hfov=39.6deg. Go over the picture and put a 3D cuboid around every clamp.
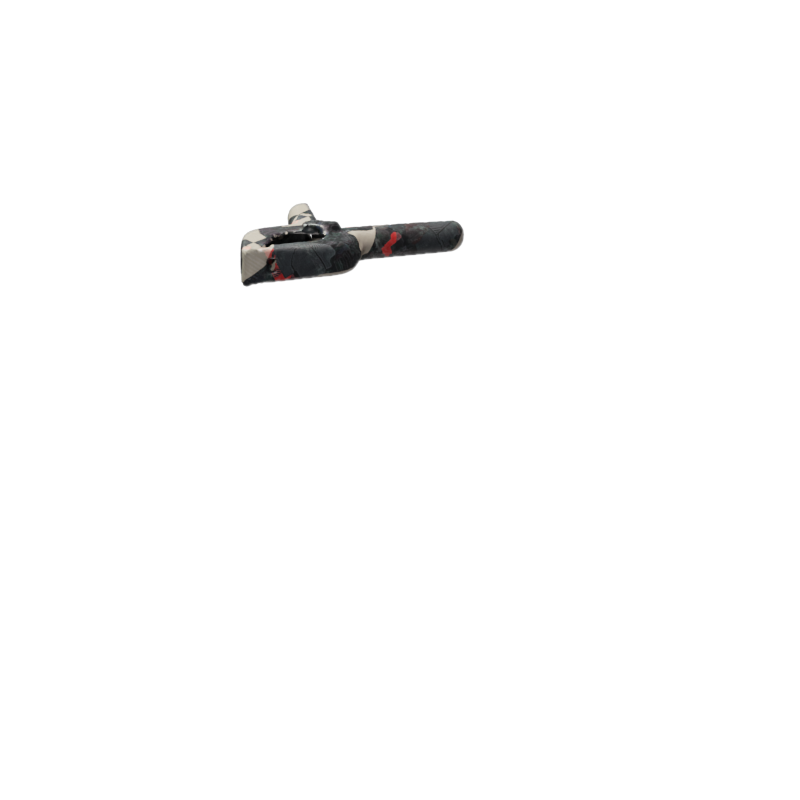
[{"bbox_3d":[-0.069,-0.126,0.885,0.173,0.035,0.207,13,23,33],"label":"clamp"}]
